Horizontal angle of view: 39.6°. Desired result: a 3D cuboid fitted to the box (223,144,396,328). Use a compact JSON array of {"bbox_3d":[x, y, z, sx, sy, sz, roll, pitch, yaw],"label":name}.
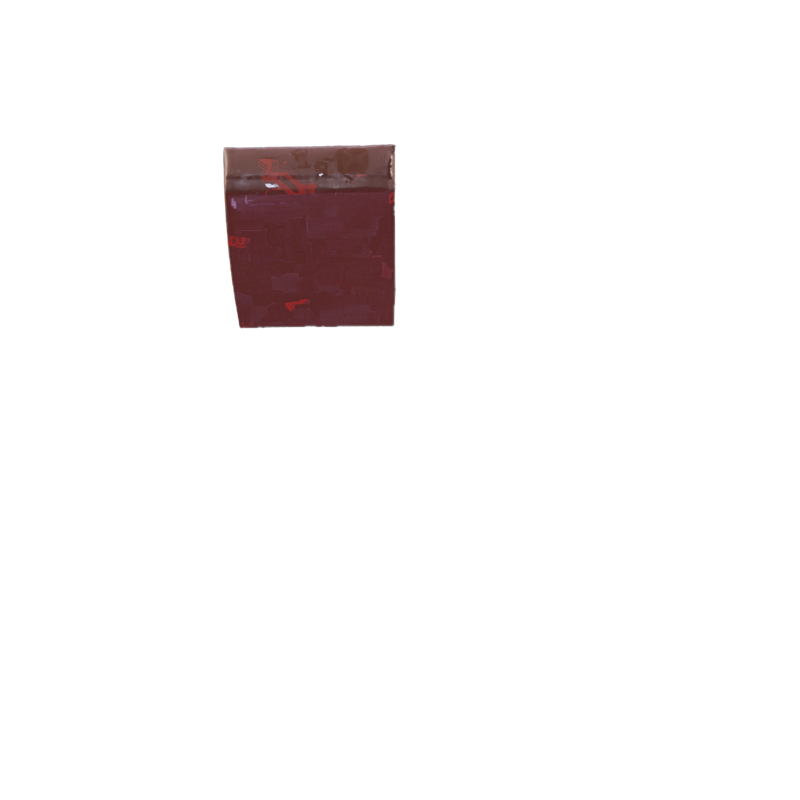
[{"bbox_3d":[-0.047,-0.085,0.597,0.090,0.042,0.106,0,-36,0],"label":"box"}]
